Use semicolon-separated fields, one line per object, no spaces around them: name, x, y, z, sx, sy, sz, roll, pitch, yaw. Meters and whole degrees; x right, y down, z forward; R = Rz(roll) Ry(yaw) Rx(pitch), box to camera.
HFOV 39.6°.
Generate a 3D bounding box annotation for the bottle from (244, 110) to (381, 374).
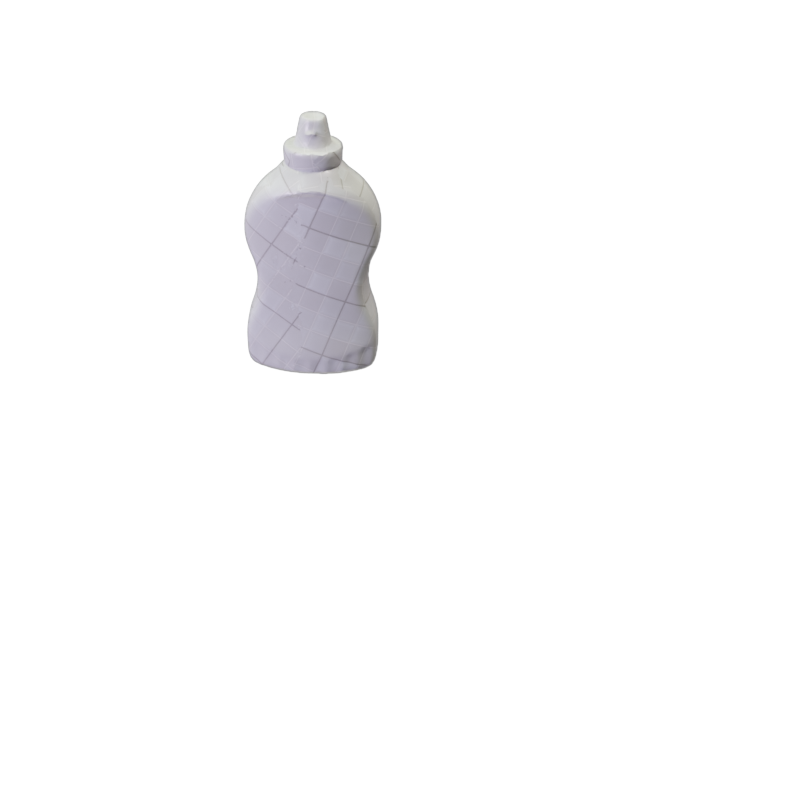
bottle;-0.062;-0.112;0.789;0.097;0.181;0.061;4;28;4
